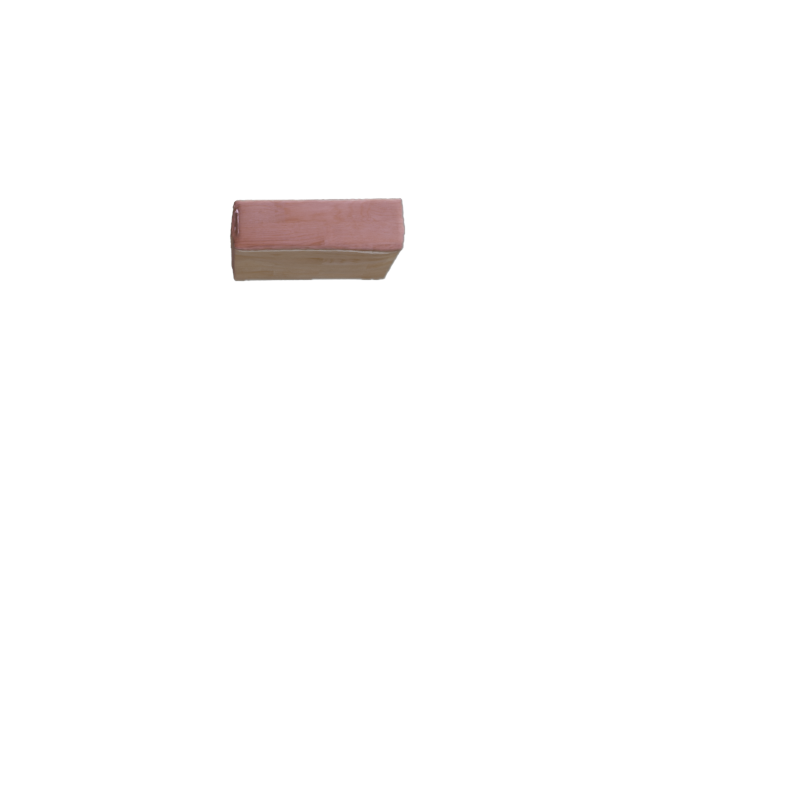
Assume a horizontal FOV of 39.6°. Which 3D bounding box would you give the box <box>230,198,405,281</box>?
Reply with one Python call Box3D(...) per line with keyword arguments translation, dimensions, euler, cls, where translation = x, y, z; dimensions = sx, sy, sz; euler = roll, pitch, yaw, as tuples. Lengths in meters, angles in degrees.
Box3D(translation=(-0.059, -0.108, 0.754), dimensions=(0.113, 0.040, 0.088), euler=(1, -8, -6), cls="box")
